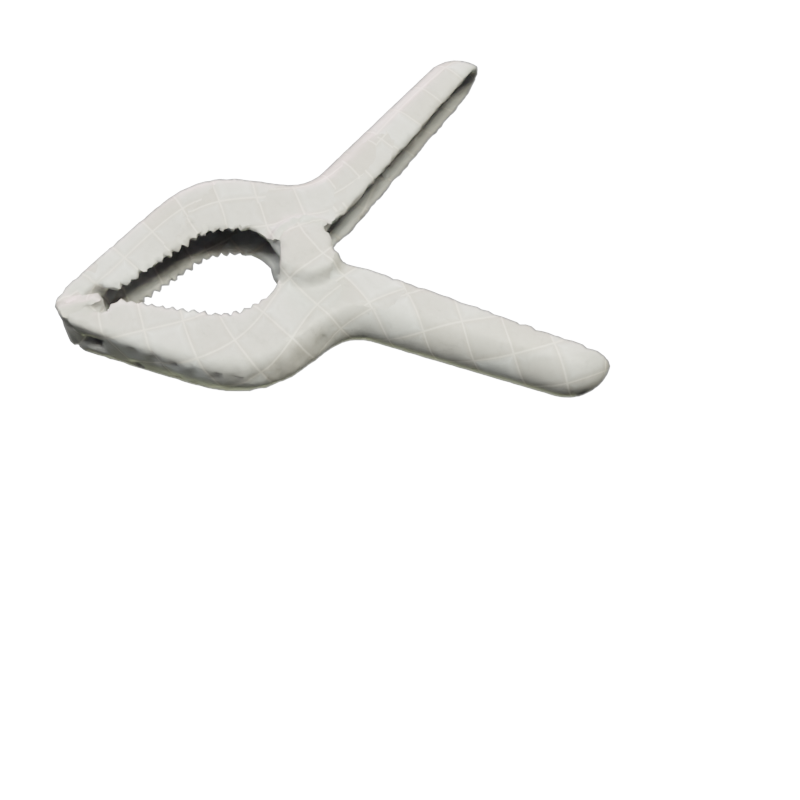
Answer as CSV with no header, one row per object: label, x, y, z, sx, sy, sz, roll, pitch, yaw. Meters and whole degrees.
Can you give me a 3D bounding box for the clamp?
clamp,-0.036,-0.066,0.461,0.209,0.176,0.034,-8,-29,-5
